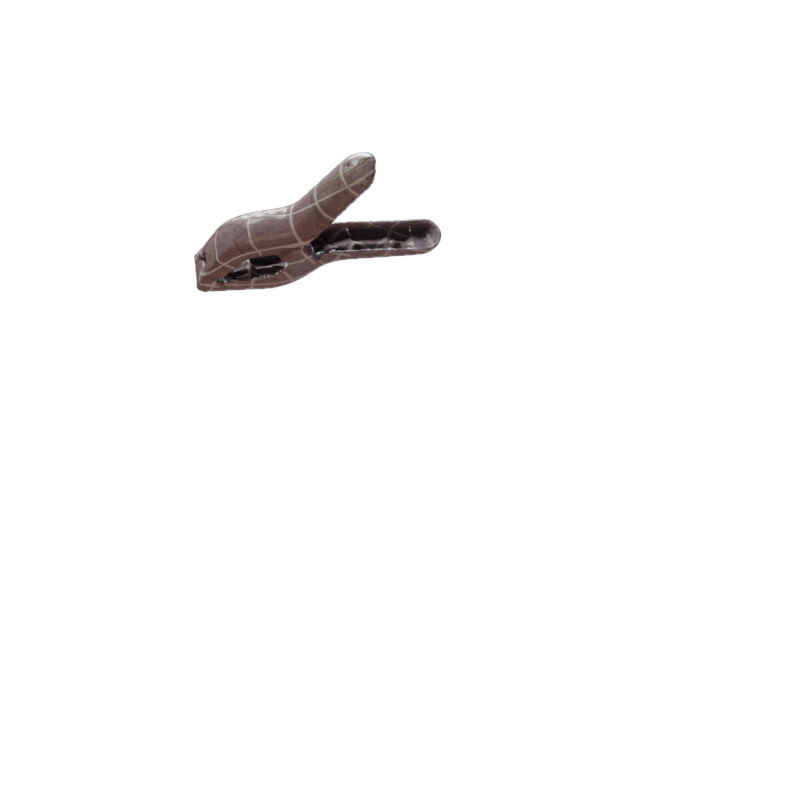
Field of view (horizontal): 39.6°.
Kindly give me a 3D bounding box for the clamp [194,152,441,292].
[{"bbox_3d":[-0.060,-0.109,0.761,0.173,0.042,0.112,-18,-32,30],"label":"clamp"}]
